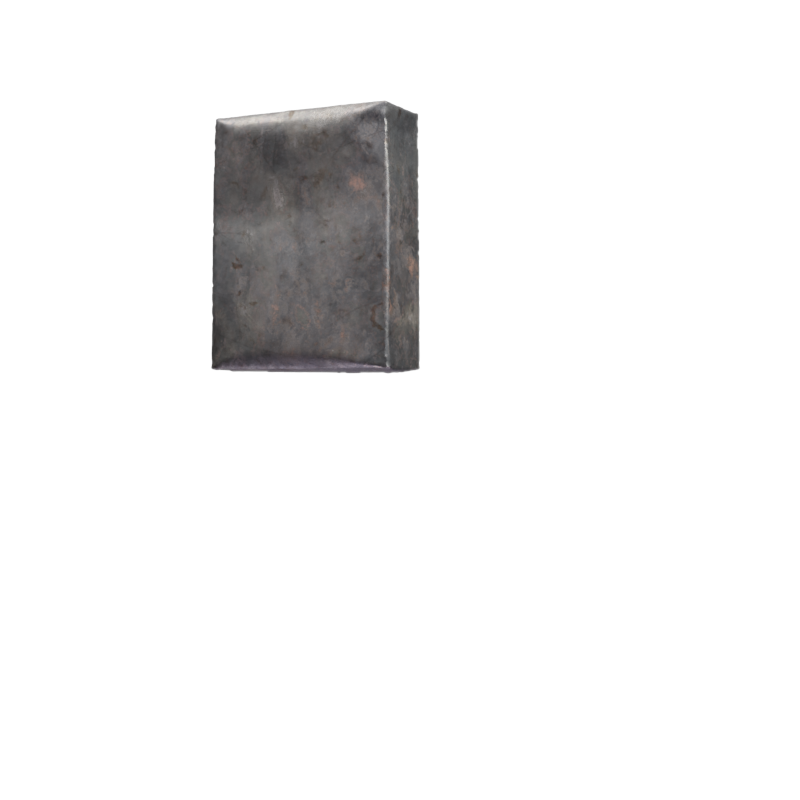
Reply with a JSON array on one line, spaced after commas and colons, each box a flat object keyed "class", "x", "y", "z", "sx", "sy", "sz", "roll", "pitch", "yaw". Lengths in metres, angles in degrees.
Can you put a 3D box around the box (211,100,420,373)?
[{"class": "box", "x": -0.072, "y": -0.130, "z": 0.914, "sx": 0.169, "sy": 0.216, "sz": 0.069, "roll": -1, "pitch": -4, "yaw": 26}]
